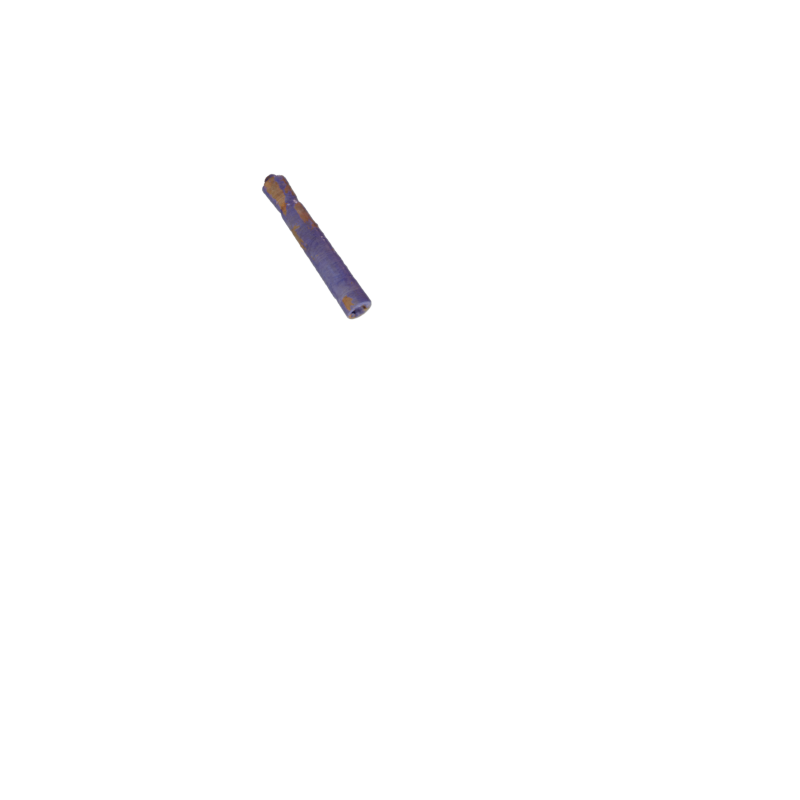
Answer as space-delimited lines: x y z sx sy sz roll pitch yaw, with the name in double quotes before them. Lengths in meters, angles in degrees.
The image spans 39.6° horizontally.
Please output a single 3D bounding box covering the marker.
"marker" -0.058 -0.106 0.743 0.020 0.129 0.019 -26 -26 -15
